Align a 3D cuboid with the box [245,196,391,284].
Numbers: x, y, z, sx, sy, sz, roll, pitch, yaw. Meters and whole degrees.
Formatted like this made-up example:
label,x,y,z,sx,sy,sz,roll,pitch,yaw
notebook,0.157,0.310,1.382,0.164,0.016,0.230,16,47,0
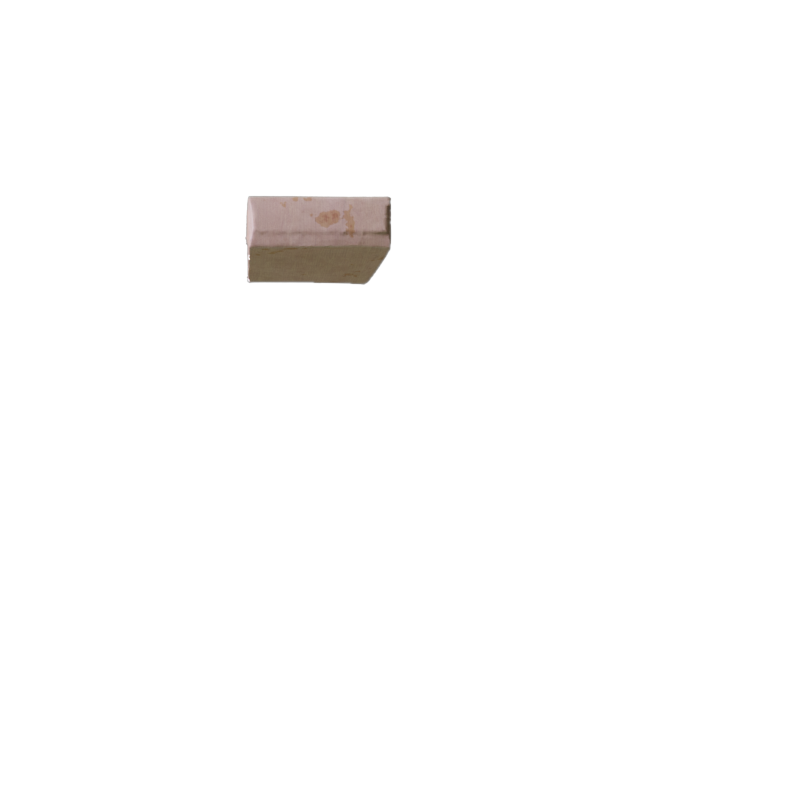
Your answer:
label,x,y,z,sx,sy,sz,roll,pitch,yaw
box,-0.057,-0.105,0.734,0.089,0.040,0.111,1,-8,-7
